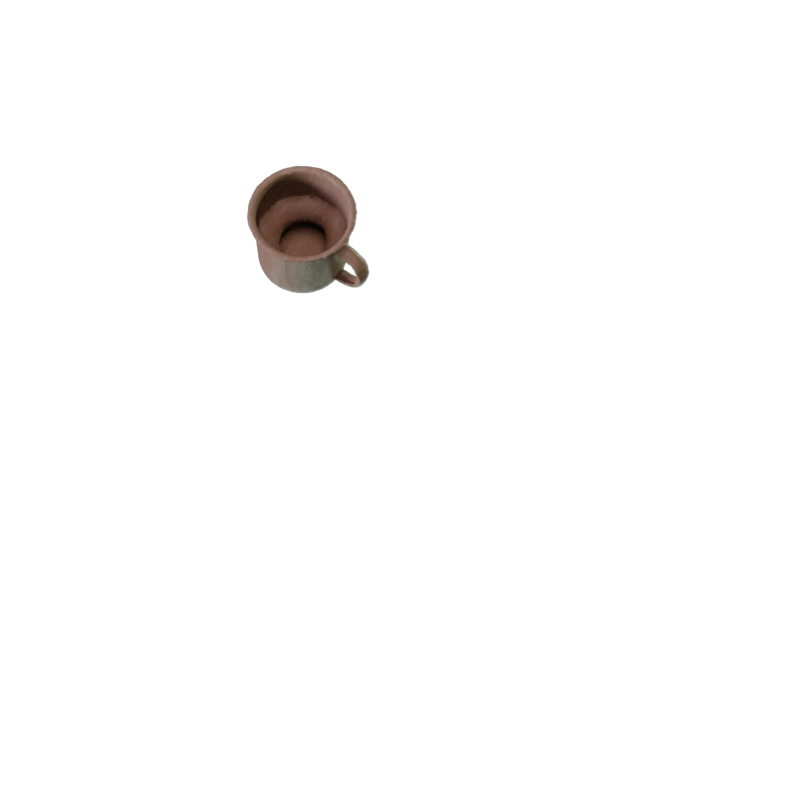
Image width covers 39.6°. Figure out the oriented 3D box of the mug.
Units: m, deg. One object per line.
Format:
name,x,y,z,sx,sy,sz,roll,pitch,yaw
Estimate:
mug,-0.076,-0.138,0.969,0.121,0.095,0.077,34,-21,13
